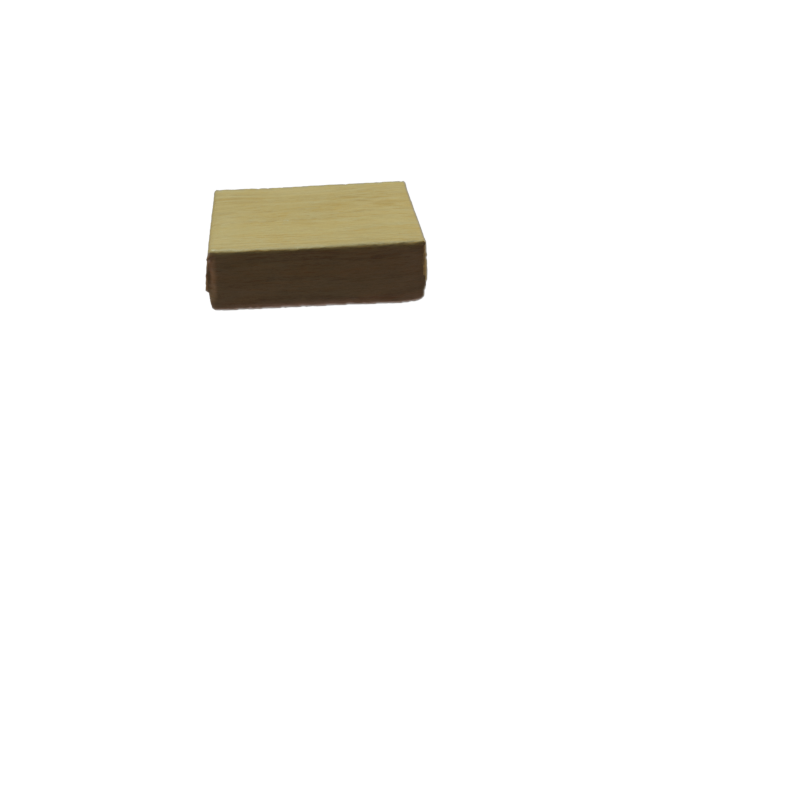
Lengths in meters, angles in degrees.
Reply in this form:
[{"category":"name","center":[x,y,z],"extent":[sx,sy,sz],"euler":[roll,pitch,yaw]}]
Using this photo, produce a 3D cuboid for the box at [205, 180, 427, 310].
[{"category":"box","center":[-0.047,-0.085,0.599],"extent":[0.113,0.037,0.096],"euler":[-2,30,-4]}]
